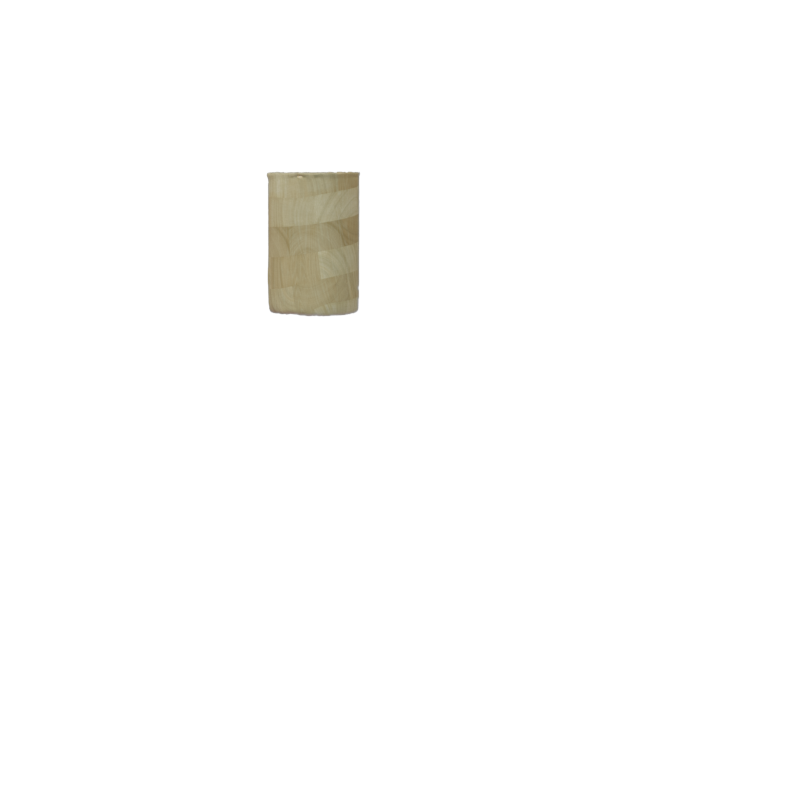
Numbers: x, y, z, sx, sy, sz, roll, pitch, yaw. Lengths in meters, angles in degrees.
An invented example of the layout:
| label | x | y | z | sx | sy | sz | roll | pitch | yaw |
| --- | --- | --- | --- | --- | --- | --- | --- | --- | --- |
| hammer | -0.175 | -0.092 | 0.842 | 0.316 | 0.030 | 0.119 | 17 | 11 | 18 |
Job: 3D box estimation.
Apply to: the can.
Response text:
| label | x | y | z | sx | sy | sz | roll | pitch | yaw |
| --- | --- | --- | --- | --- | --- | --- | --- | --- | --- |
| can | -0.063 | -0.116 | 0.809 | 0.068 | 0.101 | 0.069 | 0 | 6 | -2 |
